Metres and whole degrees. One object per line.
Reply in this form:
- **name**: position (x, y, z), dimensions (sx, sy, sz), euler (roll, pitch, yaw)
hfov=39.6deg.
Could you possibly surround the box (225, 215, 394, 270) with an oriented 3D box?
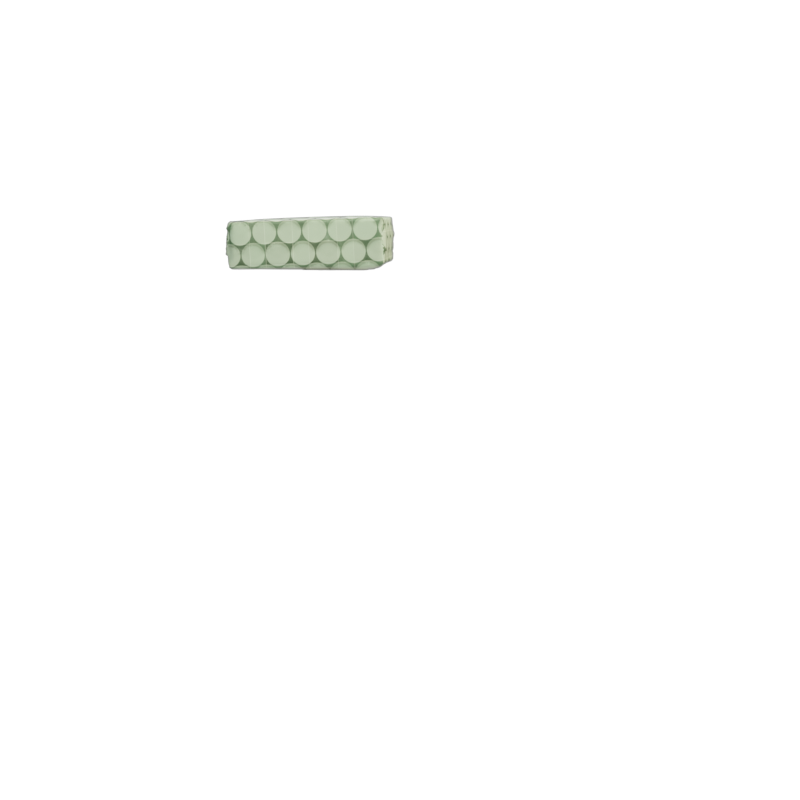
- **box**: position (-0.064, -0.116, 0.813), dimensions (0.115, 0.038, 0.090), euler (1, 9, 6)
